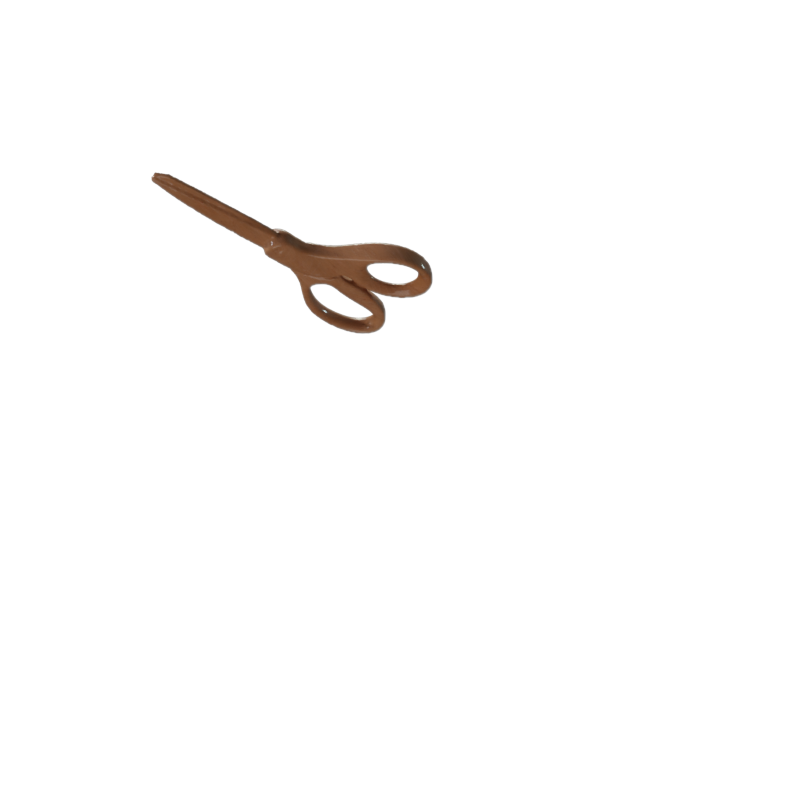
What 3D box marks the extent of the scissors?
[{"bbox_3d":[-0.053,-0.097,0.683,0.097,0.017,0.187,-17,-36,25],"label":"scissors"}]
